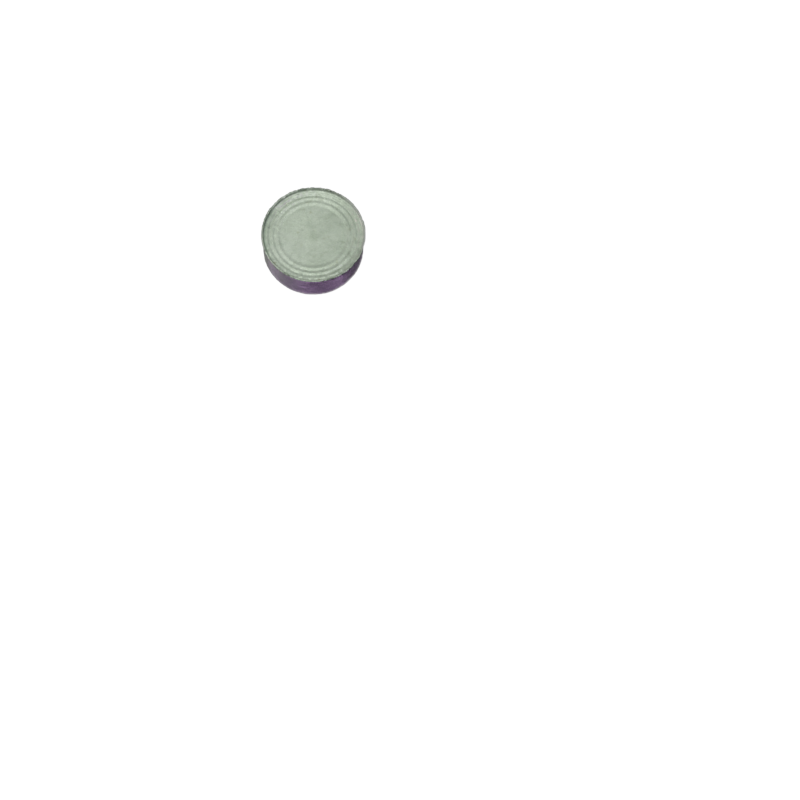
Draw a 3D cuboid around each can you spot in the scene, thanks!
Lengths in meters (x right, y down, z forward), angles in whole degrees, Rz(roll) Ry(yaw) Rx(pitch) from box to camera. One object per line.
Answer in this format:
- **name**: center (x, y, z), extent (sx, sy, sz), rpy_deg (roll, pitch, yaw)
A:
- **can**: center (-0.072, -0.132, 0.922), extent (0.086, 0.090, 0.032), rpy_deg (-1, -23, -1)
